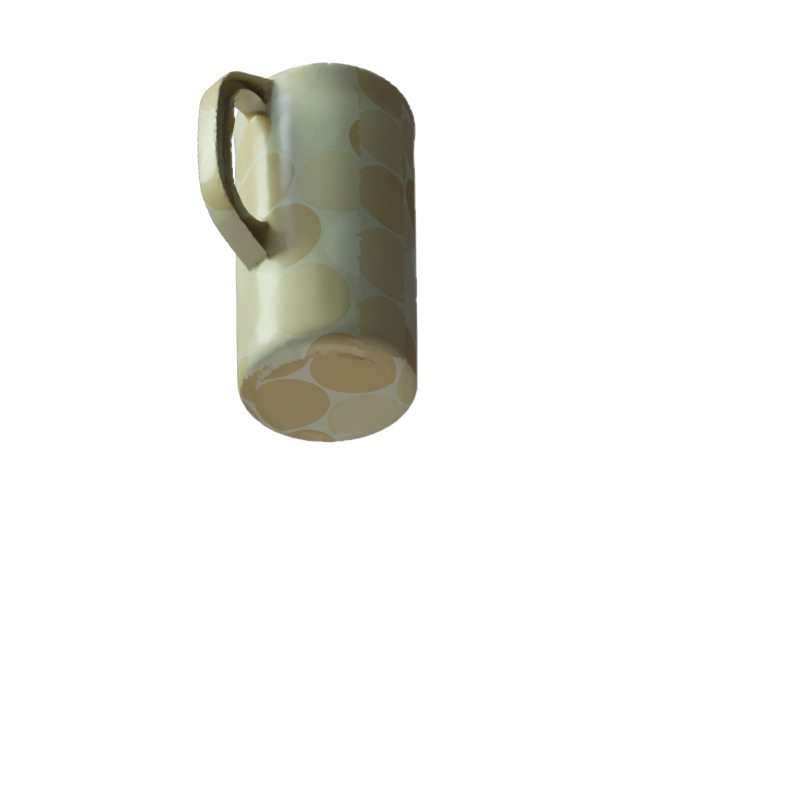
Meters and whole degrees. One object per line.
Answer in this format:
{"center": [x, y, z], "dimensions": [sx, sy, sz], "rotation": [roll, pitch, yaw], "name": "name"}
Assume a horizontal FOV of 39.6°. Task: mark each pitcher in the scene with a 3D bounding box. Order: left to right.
{"center": [-0.057, -0.104, 0.730], "dimensions": [0.149, 0.261, 0.135], "rotation": [-1, -39, -2], "name": "pitcher"}
